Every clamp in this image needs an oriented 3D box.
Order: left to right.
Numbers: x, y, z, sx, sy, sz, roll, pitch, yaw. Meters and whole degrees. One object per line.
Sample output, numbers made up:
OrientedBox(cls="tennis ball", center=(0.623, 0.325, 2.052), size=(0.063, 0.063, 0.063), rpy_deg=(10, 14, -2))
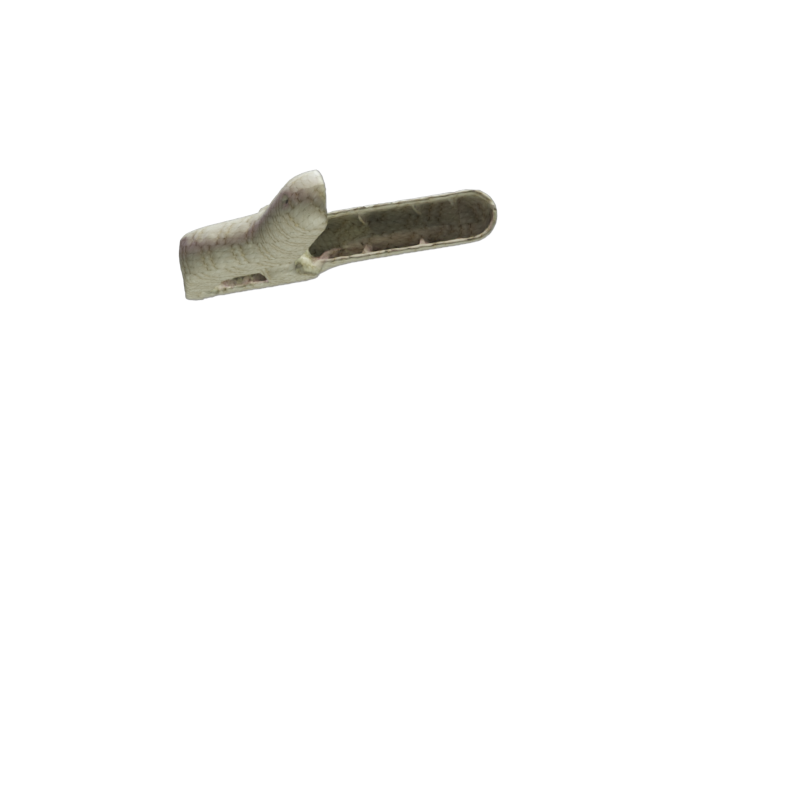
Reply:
OrientedBox(cls="clamp", center=(-0.042, -0.076, 0.532), size=(0.115, 0.040, 0.175), rpy_deg=(3, -6, -36))
